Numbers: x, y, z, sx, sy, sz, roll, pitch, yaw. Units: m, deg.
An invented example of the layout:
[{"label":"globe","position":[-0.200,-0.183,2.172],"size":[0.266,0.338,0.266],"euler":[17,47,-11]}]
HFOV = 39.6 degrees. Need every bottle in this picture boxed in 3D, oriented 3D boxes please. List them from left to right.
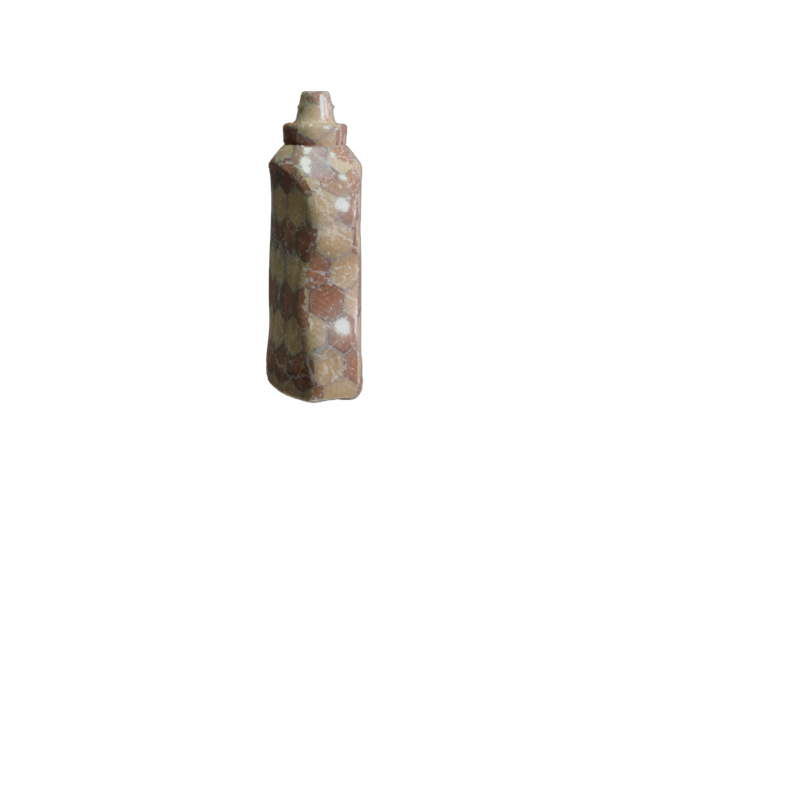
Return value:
[{"label":"bottle","position":[-0.055,-0.102,0.712],"size":[0.057,0.188,0.100],"euler":[-2,9,-18]}]
